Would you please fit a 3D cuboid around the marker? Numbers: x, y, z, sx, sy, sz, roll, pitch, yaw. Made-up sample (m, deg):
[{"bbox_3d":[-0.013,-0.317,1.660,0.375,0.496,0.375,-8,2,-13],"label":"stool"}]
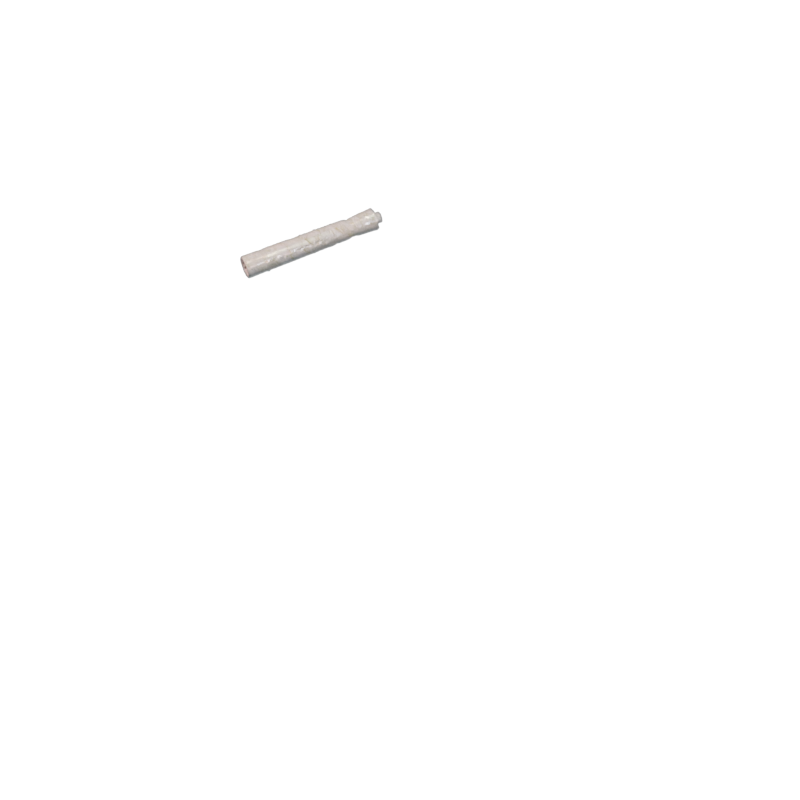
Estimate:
[{"bbox_3d":[-0.070,-0.128,0.898,0.120,0.019,0.020,-22,10,-13],"label":"marker"}]
